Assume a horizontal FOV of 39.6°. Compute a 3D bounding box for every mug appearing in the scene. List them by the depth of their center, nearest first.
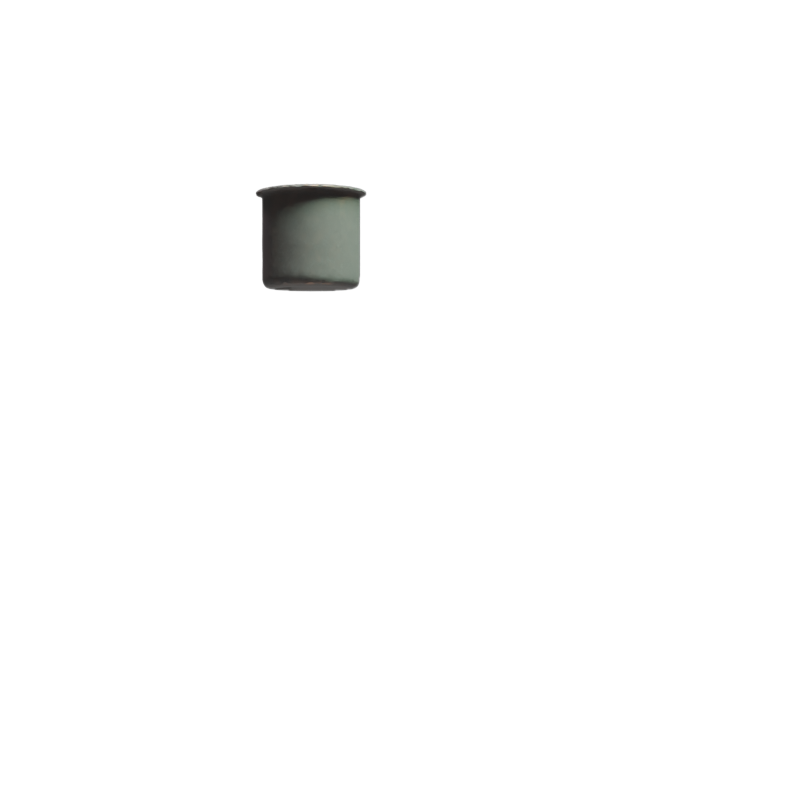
[{"bbox_3d":[-0.074,-0.134,0.940,0.094,0.082,0.115,0,-1,6],"label":"mug"}]
